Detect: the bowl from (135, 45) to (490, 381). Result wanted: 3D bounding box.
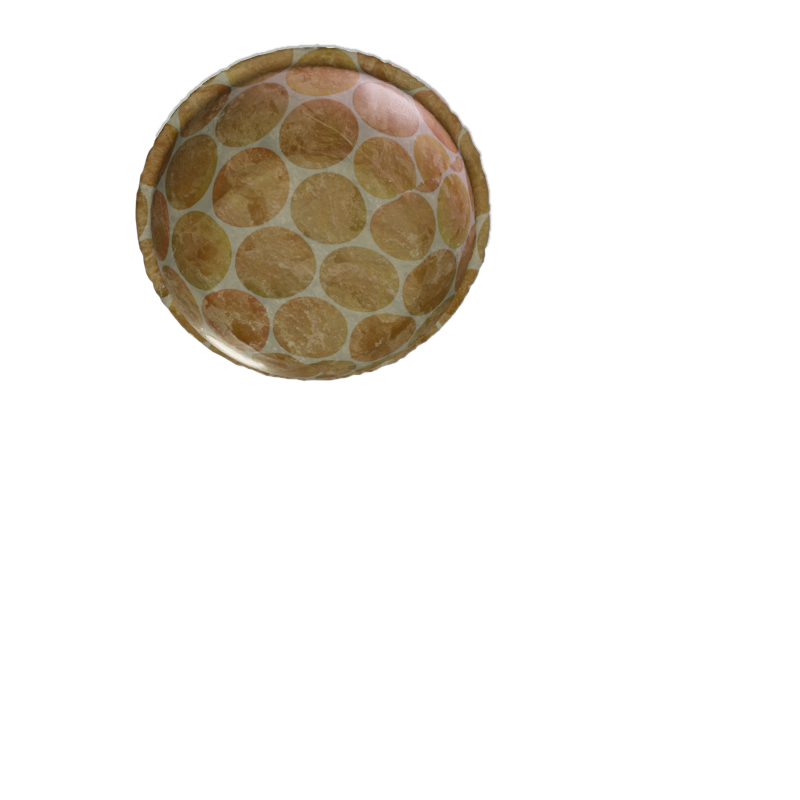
[{"bbox_3d":[-0.038,-0.069,0.482,0.162,0.154,0.058,1,22,-1],"label":"bowl"}]
